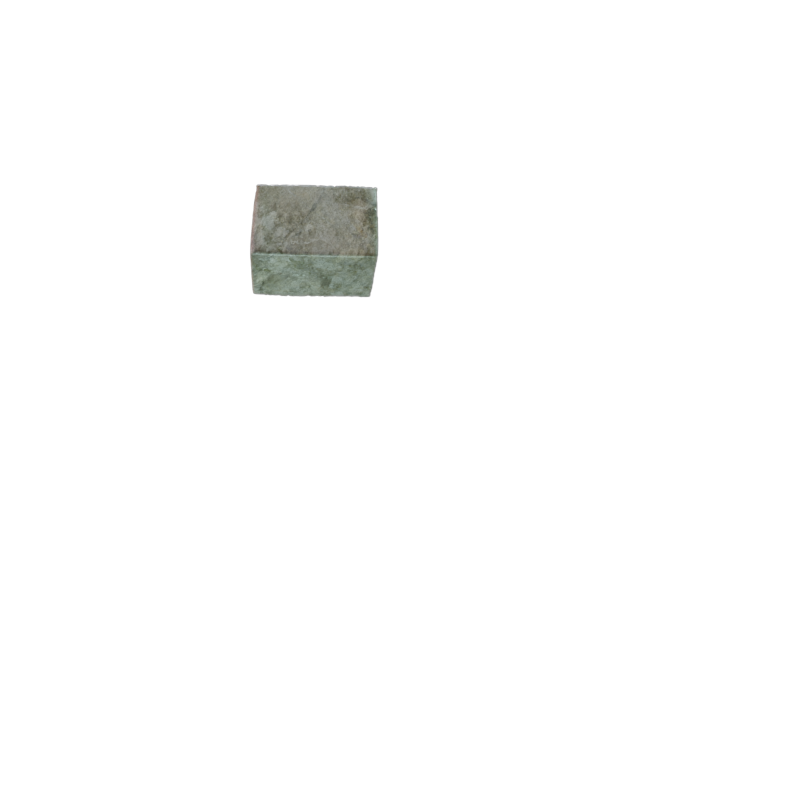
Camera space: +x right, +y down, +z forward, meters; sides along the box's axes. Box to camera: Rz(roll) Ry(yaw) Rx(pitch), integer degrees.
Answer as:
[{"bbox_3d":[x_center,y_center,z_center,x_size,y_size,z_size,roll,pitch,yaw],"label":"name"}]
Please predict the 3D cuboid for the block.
[{"bbox_3d":[-0.054,-0.099,0.695,0.078,0.054,0.050,1,-28,-4],"label":"block"}]
